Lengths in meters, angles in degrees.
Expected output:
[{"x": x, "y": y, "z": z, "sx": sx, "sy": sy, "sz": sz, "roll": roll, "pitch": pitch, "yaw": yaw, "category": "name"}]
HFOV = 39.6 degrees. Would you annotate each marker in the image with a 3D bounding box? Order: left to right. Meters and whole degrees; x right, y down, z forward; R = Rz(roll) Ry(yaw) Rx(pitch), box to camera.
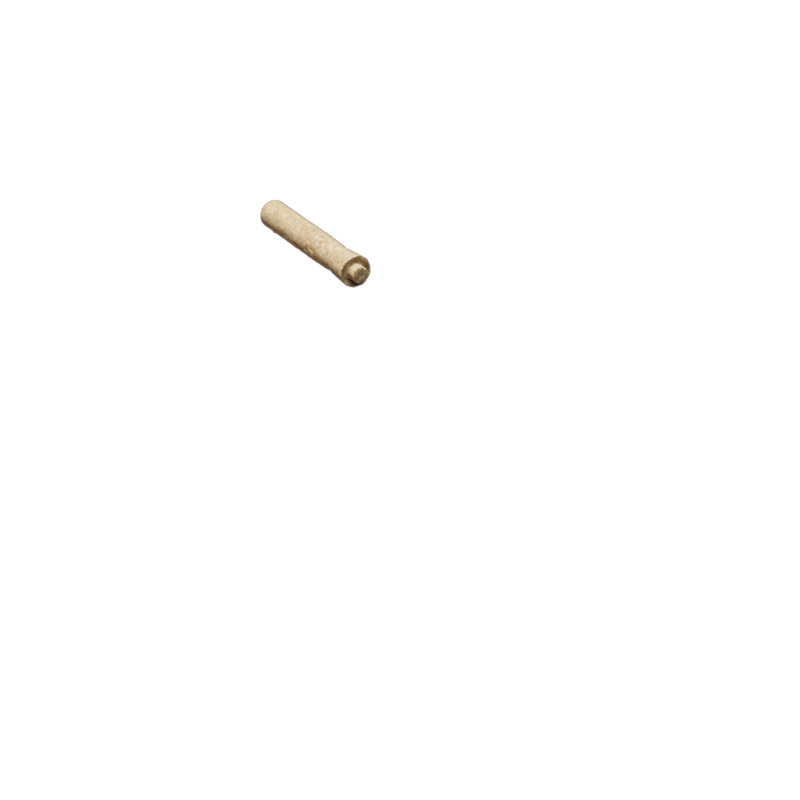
[{"x": -0.051, "y": -0.093, "z": 0.654, "sx": 0.019, "sy": 0.019, "sz": 0.130, "roll": -2, "pitch": 24, "yaw": -29, "category": "marker"}]
